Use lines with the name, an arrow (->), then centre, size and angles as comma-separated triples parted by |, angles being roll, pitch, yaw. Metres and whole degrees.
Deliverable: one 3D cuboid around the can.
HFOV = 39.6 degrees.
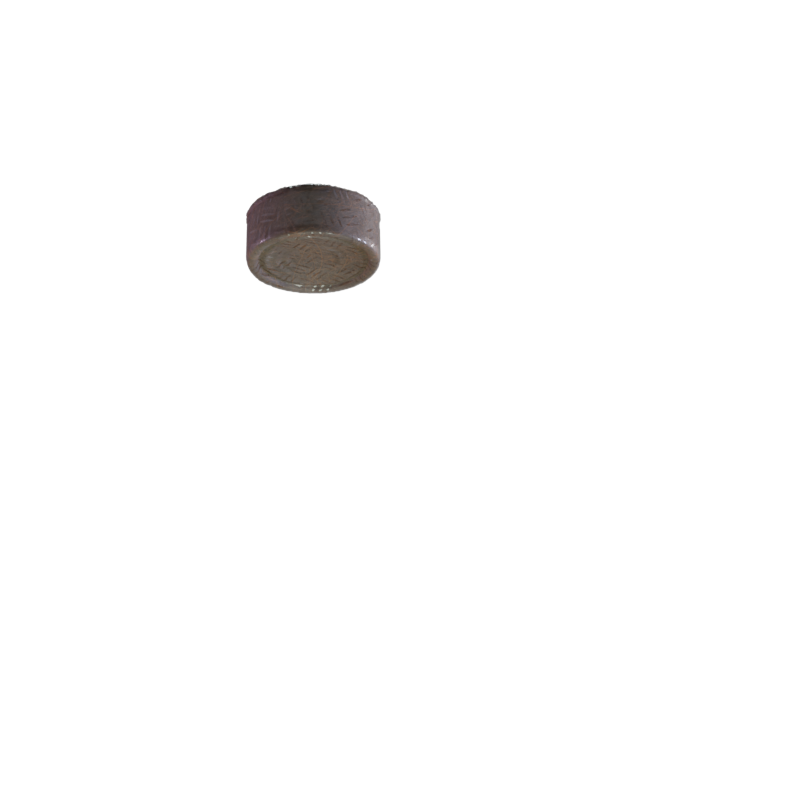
can -> -0.055, -0.100, 0.699 | 0.086, 0.035, 0.081 | 1, -23, -2
